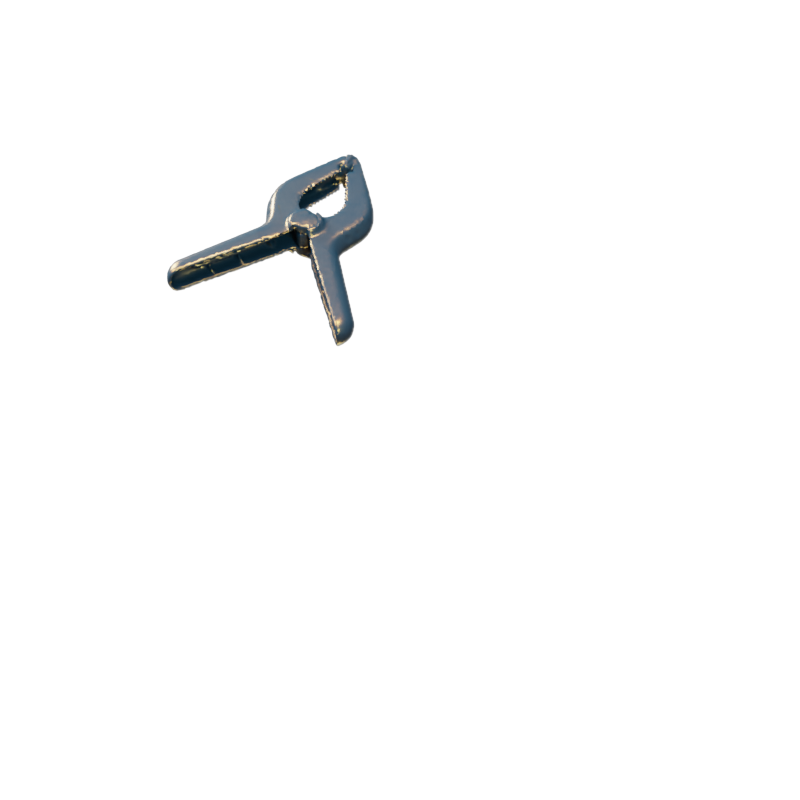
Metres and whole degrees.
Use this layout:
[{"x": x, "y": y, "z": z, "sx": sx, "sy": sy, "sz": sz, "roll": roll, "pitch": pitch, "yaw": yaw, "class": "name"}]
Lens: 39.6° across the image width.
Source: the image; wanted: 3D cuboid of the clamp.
[{"x": -0.074, "y": -0.135, "z": 0.946, "sx": 0.172, "sy": 0.034, "sz": 0.216, "roll": 23, "pitch": 51, "yaw": 20, "class": "clamp"}]
